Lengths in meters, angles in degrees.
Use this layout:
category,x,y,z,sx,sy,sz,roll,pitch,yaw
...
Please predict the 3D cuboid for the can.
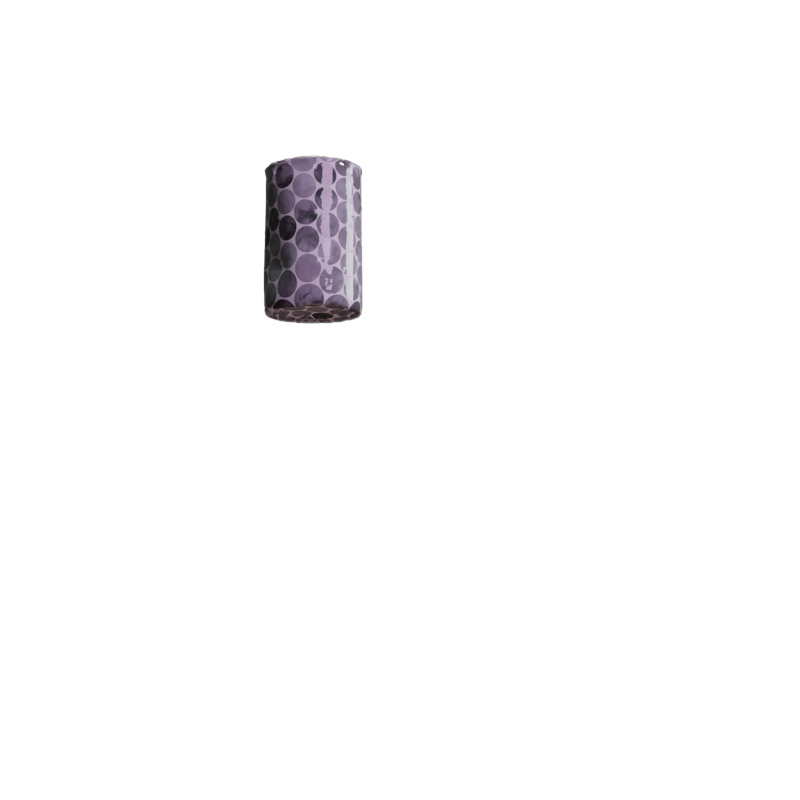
category,x,y,z,sx,sy,sz,roll,pitch,yaw
can,-0.059,-0.108,0.757,0.068,0.106,0.066,0,-12,-2
